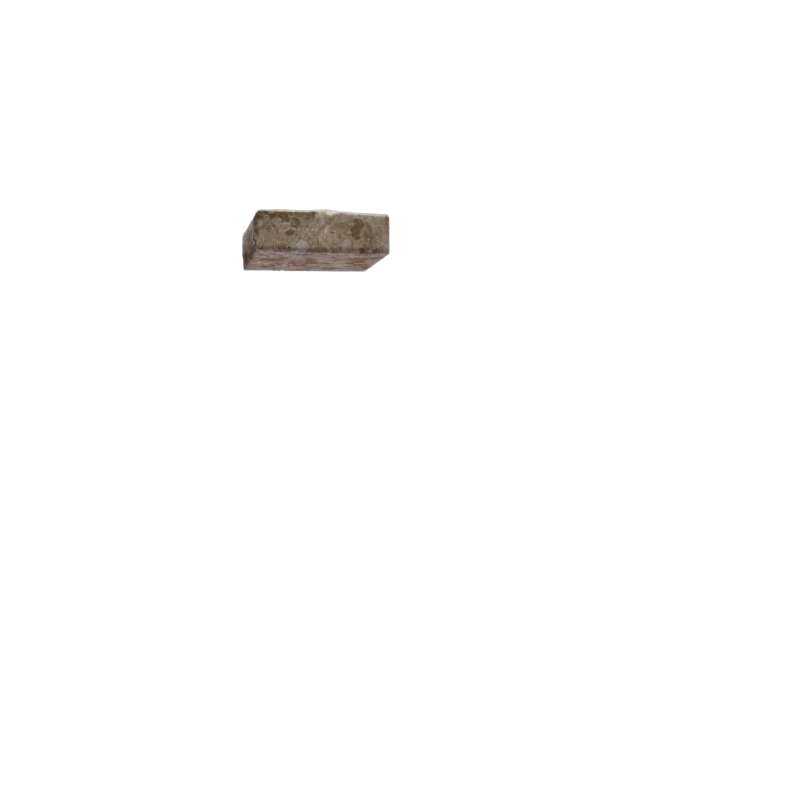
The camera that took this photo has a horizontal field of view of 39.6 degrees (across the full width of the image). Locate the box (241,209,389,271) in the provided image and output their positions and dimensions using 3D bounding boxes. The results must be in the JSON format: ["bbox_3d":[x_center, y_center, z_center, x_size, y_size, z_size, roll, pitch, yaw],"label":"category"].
[{"bbox_3d":[-0.058,-0.106,0.740,0.088,0.031,0.073,1,-4,-11],"label":"box"}]
